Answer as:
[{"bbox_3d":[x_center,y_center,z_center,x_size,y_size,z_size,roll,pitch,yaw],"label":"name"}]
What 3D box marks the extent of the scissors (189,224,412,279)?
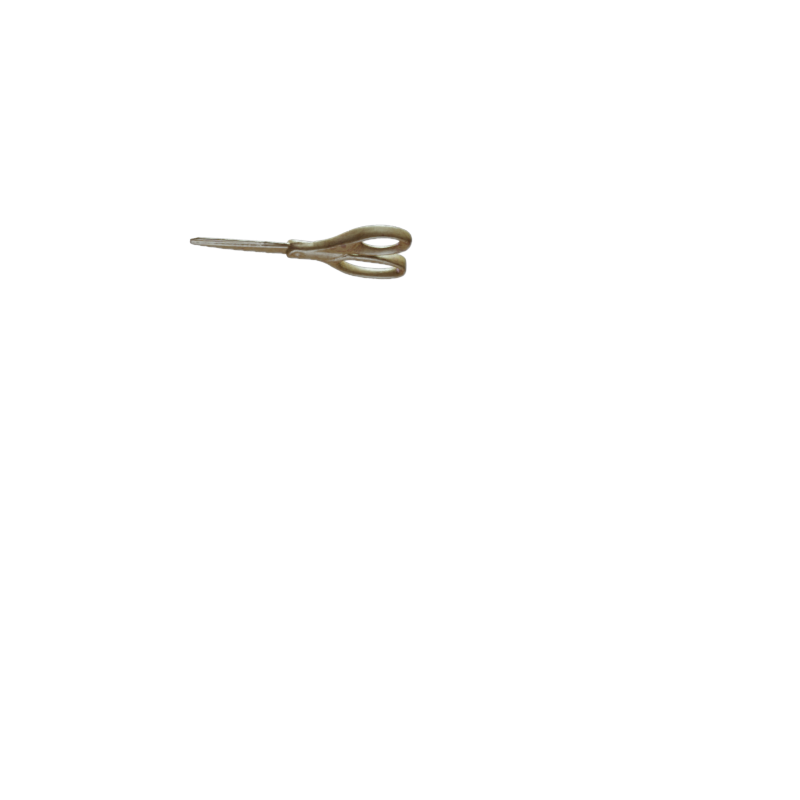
[{"bbox_3d":[-0.078,-0.142,0.992,0.194,0.017,0.094,10,-24,-23],"label":"scissors"}]
